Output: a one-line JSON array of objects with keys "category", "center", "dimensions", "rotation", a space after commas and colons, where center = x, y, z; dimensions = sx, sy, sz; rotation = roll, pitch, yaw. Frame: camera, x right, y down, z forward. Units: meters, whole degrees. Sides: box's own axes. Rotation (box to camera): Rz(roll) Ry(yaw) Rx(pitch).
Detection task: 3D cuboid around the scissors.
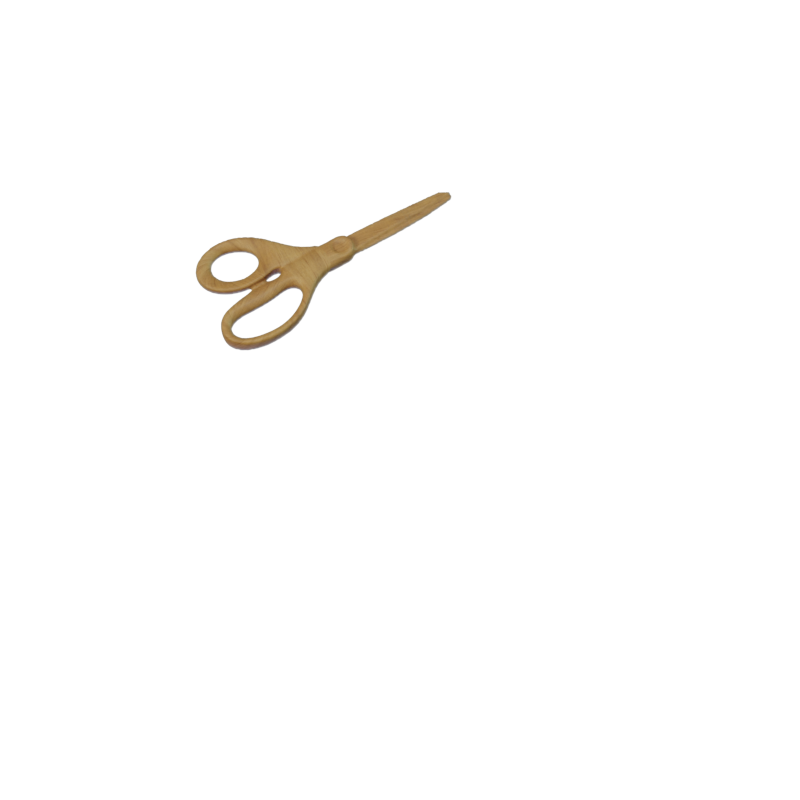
[{"category": "scissors", "center": [-0.063, -0.114, 0.801], "dimensions": [0.101, 0.205, 0.015], "rotation": [36, -26, 21]}]
